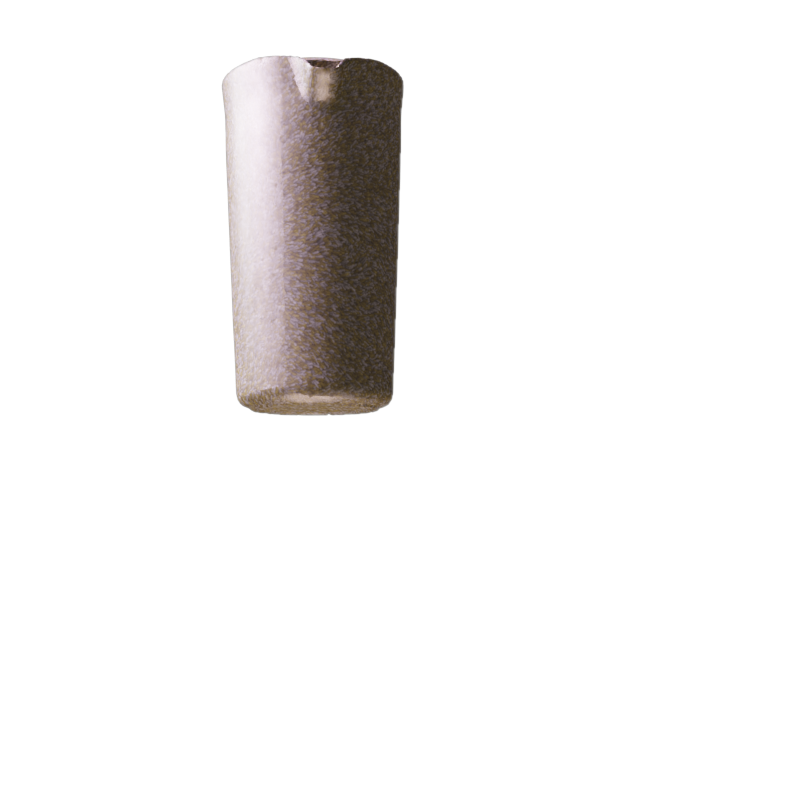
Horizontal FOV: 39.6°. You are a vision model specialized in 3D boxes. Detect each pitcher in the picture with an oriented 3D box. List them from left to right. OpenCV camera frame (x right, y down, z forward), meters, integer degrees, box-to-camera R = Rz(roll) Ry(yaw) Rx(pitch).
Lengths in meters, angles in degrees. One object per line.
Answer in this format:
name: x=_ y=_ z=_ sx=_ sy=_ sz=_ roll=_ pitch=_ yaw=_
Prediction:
pitcher: x=-0.062 y=-0.114 z=0.797 sx=0.149 sy=0.250 sz=0.141 roll=-9 pitch=-14 yaw=35
